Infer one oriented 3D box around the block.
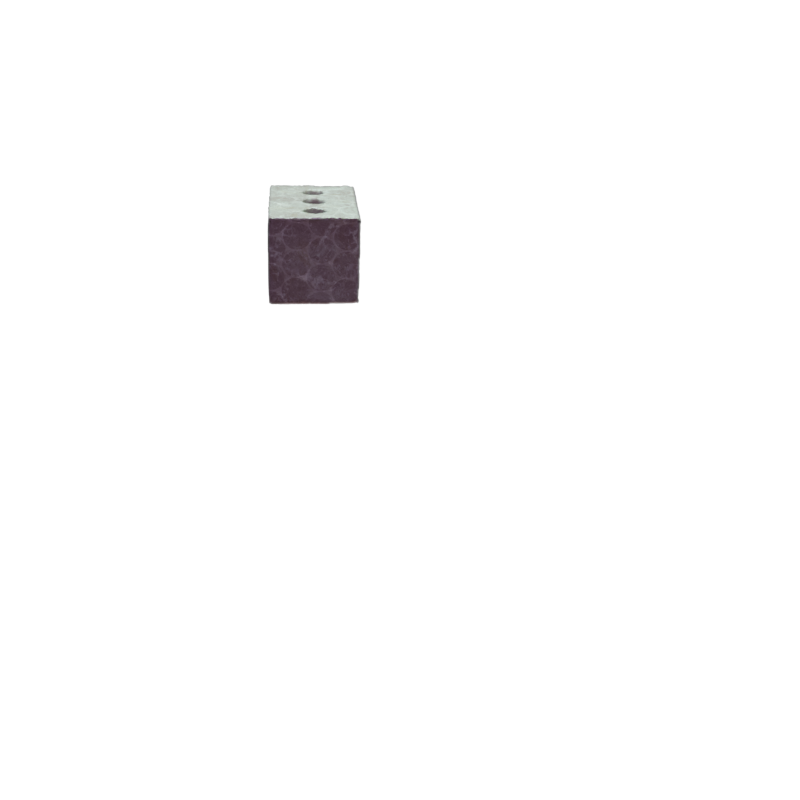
[{"bbox_3d":[-0.051,-0.093,0.648,0.052,0.049,0.082,-1,22,-5],"label":"block"}]
